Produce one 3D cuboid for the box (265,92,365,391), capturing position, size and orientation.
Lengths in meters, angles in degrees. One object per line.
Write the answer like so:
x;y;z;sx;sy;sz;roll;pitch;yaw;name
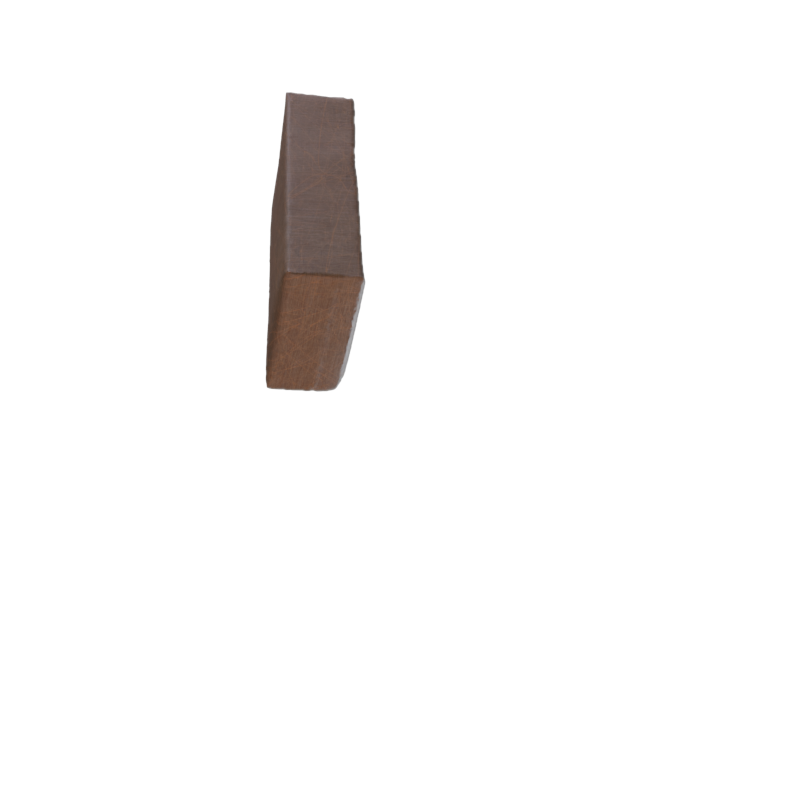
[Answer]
-0.077;-0.140;0.983;0.071;0.229;0.155;4;-38;-9;box
